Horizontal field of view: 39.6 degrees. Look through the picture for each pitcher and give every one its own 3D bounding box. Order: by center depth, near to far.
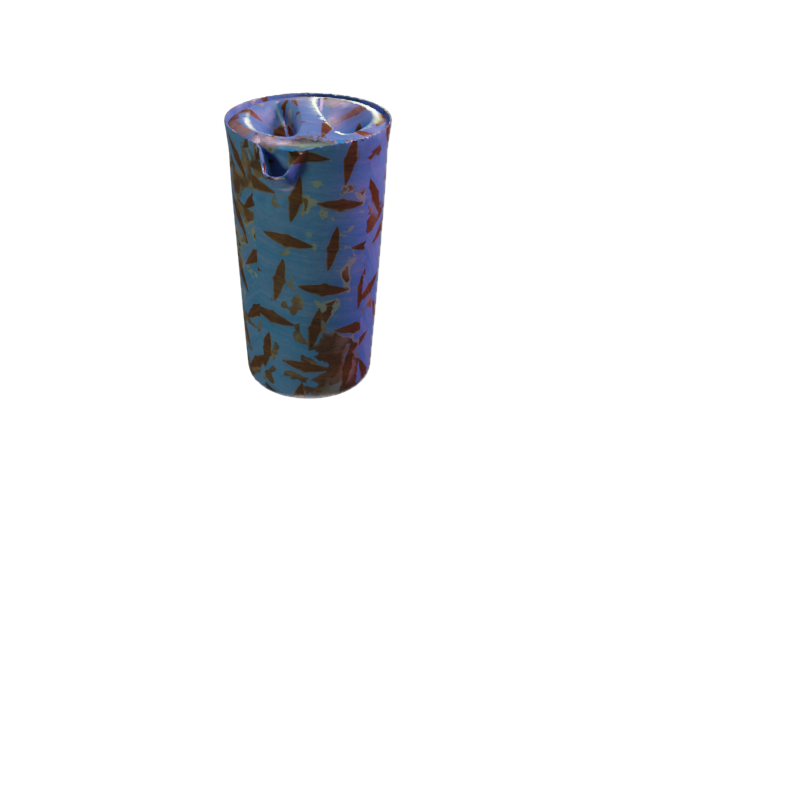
[{"bbox_3d":[-0.073,-0.134,0.938,0.147,0.229,0.156,-15,32,-27],"label":"pitcher"}]
